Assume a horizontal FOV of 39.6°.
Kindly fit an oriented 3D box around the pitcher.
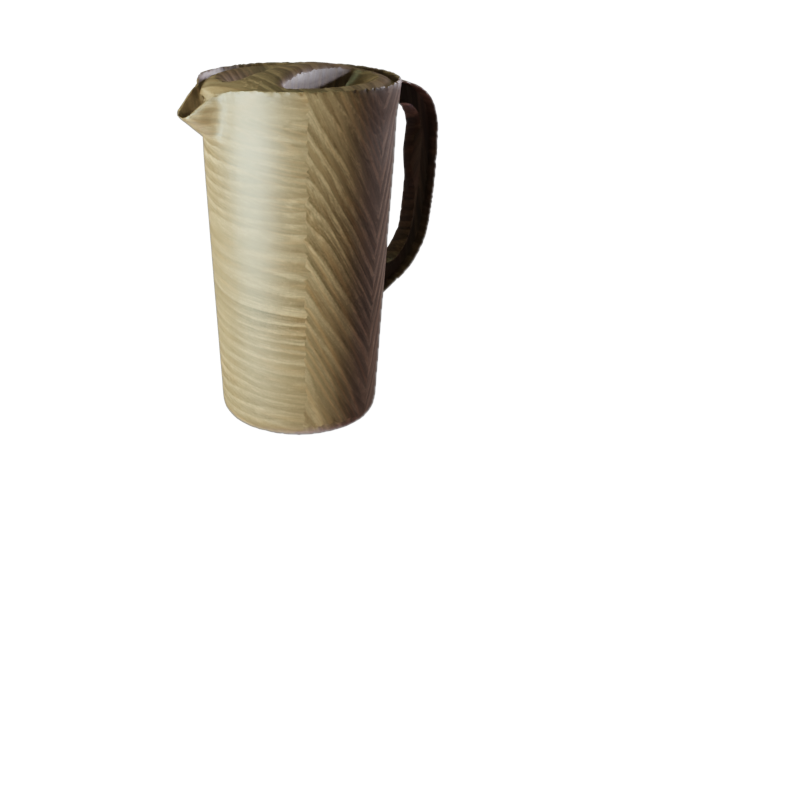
[{"bbox_3d":[-0.059,-0.108,0.758,0.152,0.233,0.149,5,21,12],"label":"pitcher"}]
